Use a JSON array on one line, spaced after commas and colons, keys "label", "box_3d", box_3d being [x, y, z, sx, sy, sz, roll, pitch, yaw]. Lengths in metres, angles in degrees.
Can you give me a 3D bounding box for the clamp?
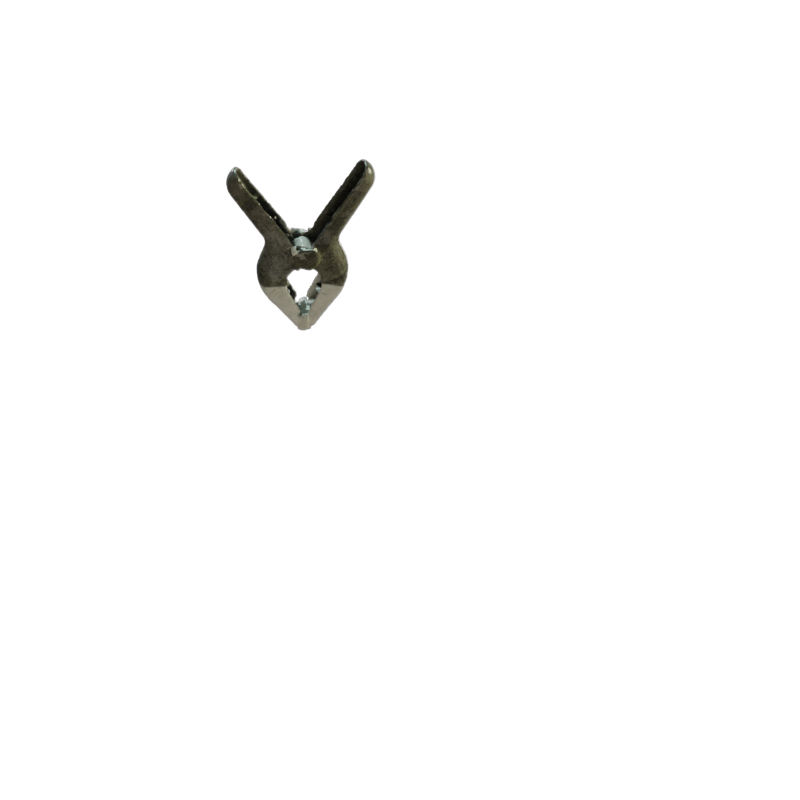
[{"label": "clamp", "box_3d": [-0.074, -0.134, 0.942, 0.121, 0.159, 0.042, -6, 43, 5]}]
